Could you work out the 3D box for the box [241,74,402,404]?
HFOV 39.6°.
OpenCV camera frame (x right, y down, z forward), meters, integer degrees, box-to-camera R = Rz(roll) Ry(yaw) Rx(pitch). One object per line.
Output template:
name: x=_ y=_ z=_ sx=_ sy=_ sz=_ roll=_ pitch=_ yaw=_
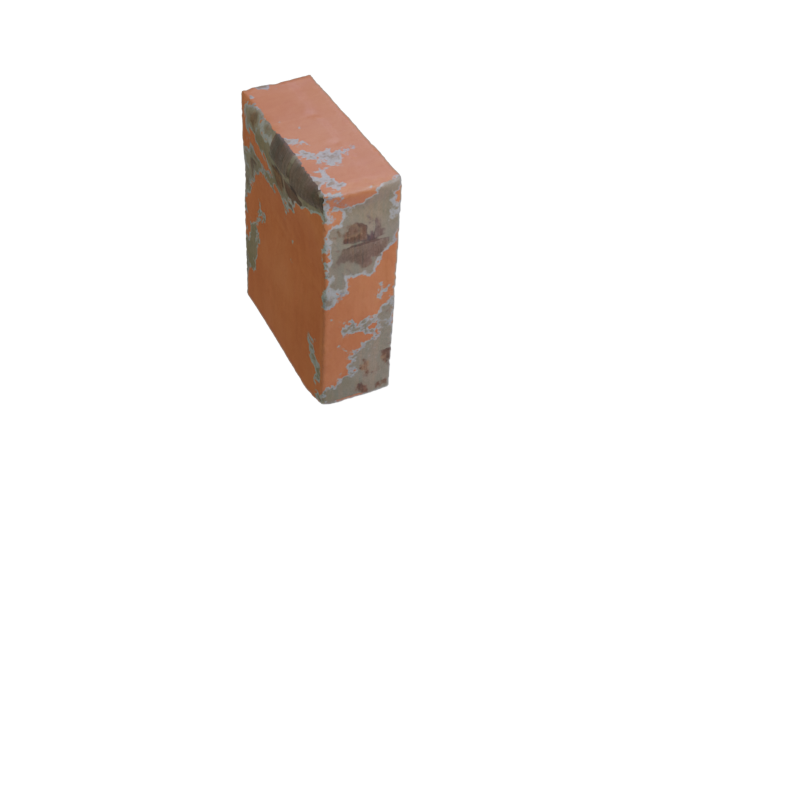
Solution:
box: x=-0.070 y=-0.128 z=0.899 sx=0.071 sy=0.199 sz=0.178 roll=-16 pitch=45 yaw=-21
